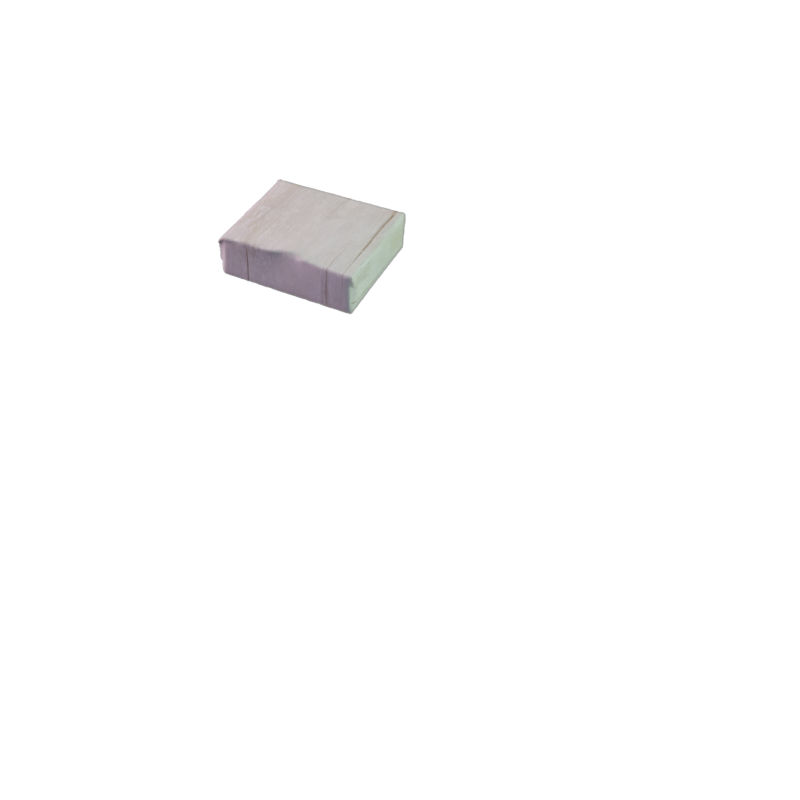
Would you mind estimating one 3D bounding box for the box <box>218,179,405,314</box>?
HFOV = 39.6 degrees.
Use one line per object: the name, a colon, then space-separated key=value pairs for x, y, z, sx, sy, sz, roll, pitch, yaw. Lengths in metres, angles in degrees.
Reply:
box: x=-0.052 y=-0.094 z=0.660 sx=0.093 sy=0.028 sz=0.075 roll=18 pitch=43 yaw=20
